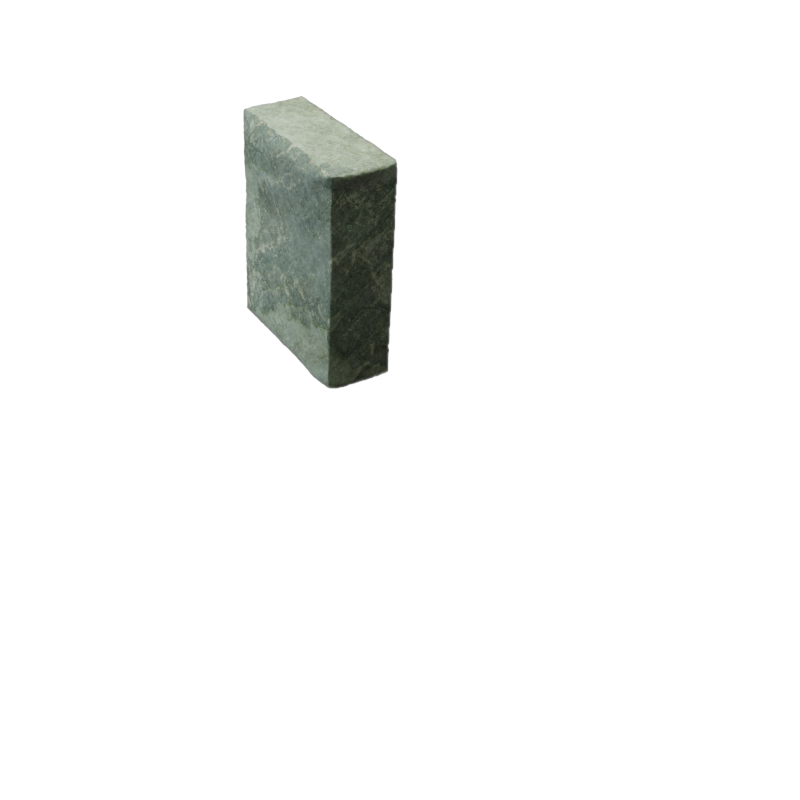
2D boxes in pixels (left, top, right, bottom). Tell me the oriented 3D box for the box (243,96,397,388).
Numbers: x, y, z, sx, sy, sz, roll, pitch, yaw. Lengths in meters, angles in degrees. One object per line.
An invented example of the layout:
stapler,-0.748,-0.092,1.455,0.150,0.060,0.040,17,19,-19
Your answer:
box,-0.078,-0.142,0.995,0.071,0.201,0.177,-16,37,-27
